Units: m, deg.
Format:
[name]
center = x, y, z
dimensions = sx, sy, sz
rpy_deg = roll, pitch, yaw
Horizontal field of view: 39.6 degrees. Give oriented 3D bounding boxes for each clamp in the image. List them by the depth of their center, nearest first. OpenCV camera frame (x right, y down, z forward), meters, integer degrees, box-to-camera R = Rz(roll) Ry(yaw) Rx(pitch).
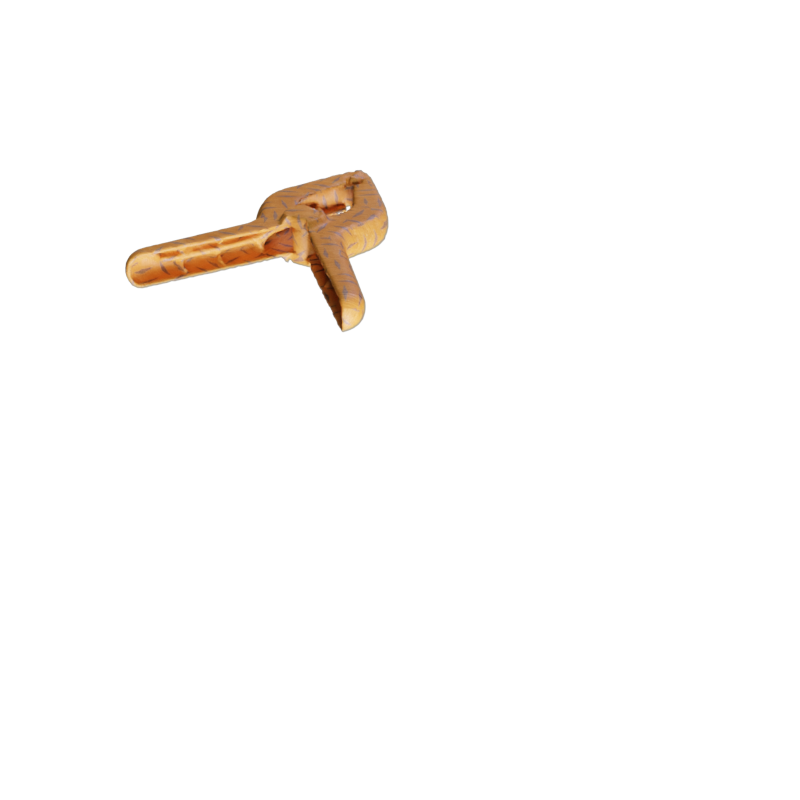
[clamp]
center = -0.059, -0.107, 0.752
dimensions = 0.172, 0.034, 0.212
rpy_deg = 17, 34, 26
